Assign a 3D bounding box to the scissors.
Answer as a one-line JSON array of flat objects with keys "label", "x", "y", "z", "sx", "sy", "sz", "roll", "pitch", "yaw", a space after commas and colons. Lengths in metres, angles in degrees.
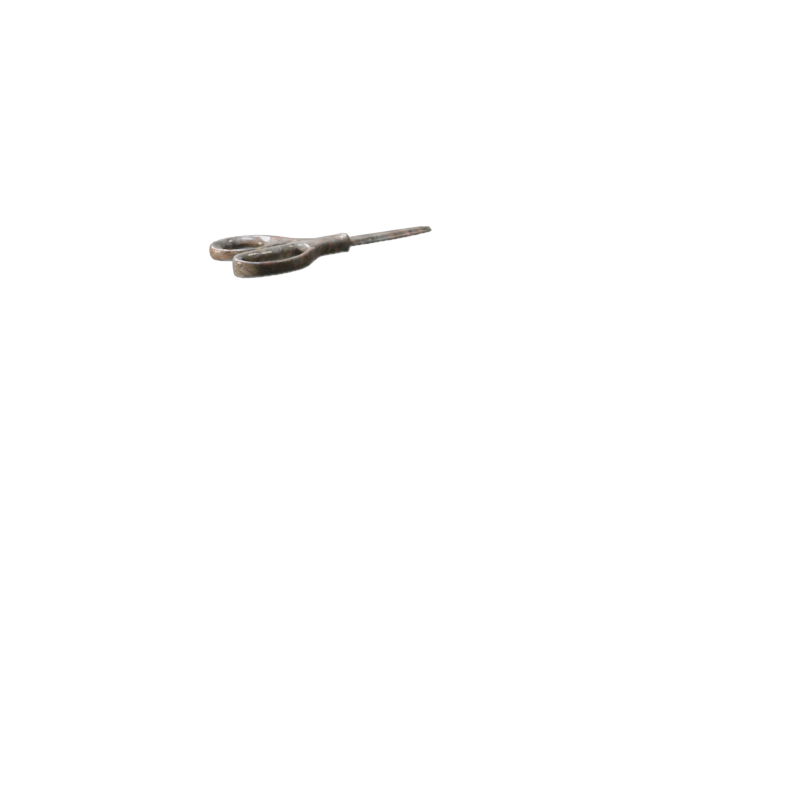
[{"label": "scissors", "x": -0.071, "y": -0.129, "z": 0.905, "sx": 0.101, "sy": 0.015, "sz": 0.199, "roll": 16, "pitch": 26, "yaw": 35}]
